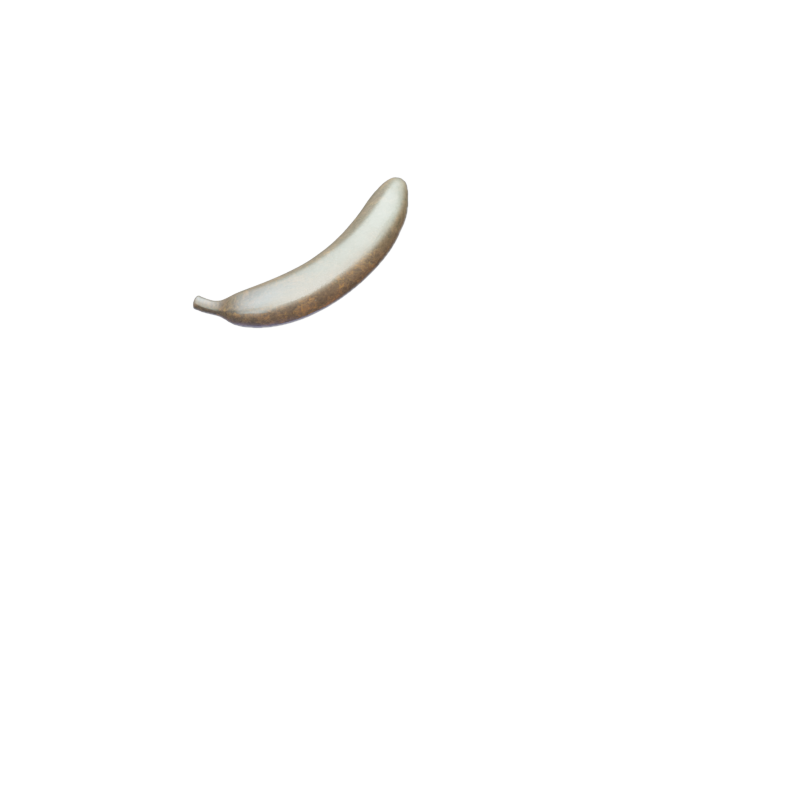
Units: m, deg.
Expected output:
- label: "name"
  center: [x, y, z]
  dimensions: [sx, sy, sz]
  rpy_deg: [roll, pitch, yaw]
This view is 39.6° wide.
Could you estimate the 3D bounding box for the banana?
- label: "banana"
  center: [-0.058, -0.106, 0.837]
  dimensions: [0.198, 0.074, 0.034]
  rpy_deg: [-33, -27, -20]
